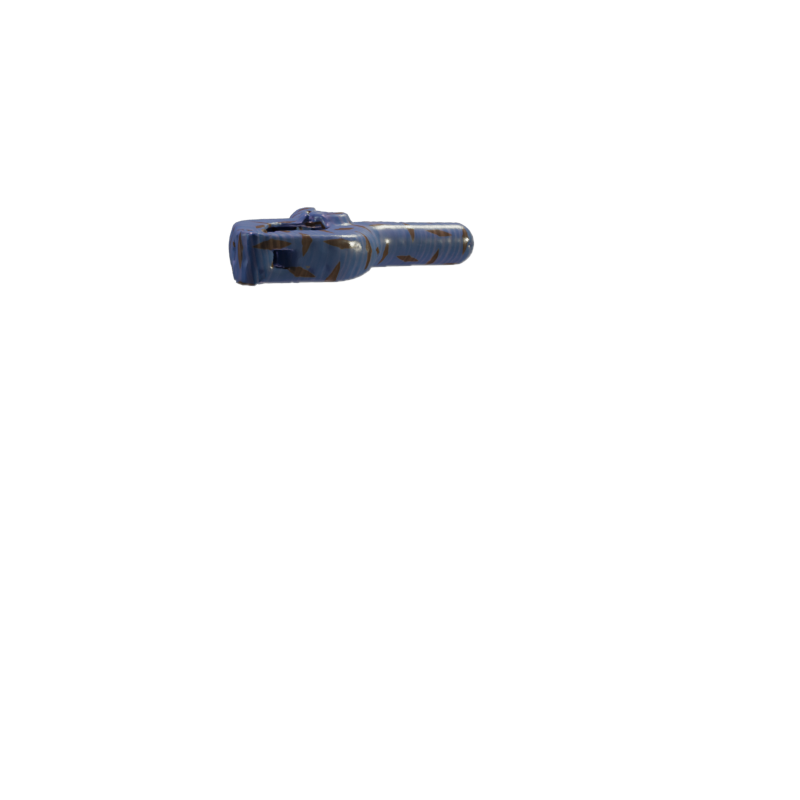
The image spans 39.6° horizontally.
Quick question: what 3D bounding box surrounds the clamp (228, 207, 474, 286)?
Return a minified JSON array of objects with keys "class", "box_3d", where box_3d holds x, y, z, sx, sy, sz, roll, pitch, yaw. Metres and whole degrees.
[{"class":"clamp","box_3d":[-0.049,-0.089,0.622,0.125,0.039,0.167,6,11,34]}]
